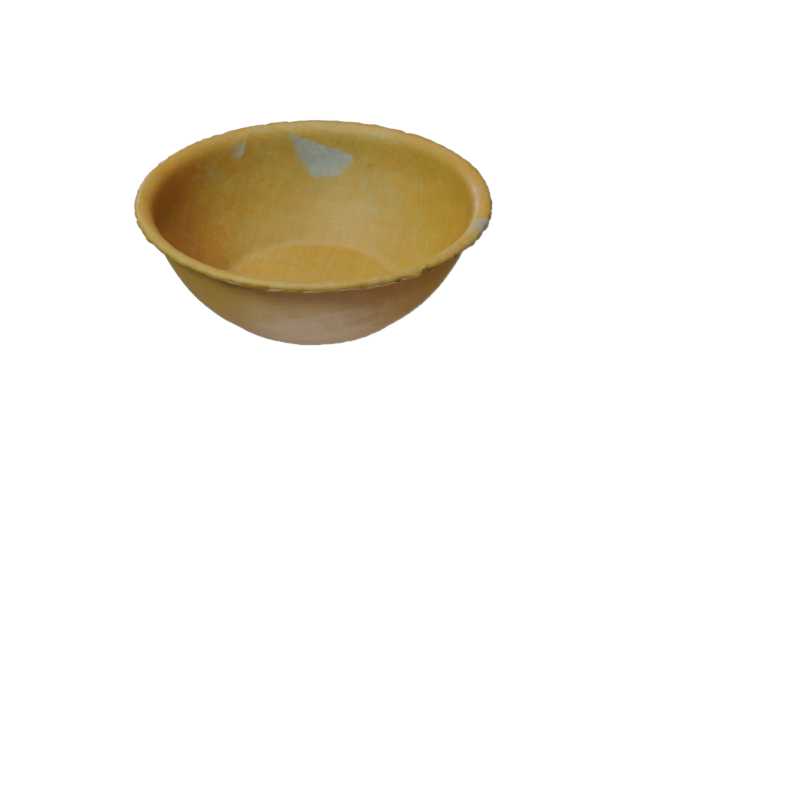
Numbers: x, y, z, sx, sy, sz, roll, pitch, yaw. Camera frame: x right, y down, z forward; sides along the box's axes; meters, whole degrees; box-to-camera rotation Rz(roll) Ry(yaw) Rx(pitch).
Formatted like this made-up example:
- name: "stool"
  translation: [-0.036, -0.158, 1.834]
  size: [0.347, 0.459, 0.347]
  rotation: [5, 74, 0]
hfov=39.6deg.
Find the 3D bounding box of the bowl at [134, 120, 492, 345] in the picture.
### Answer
- name: "bowl"
  translation: [-0.040, -0.074, 0.515]
  size: [0.162, 0.052, 0.173]
  rotation: [-1, 36, -2]
